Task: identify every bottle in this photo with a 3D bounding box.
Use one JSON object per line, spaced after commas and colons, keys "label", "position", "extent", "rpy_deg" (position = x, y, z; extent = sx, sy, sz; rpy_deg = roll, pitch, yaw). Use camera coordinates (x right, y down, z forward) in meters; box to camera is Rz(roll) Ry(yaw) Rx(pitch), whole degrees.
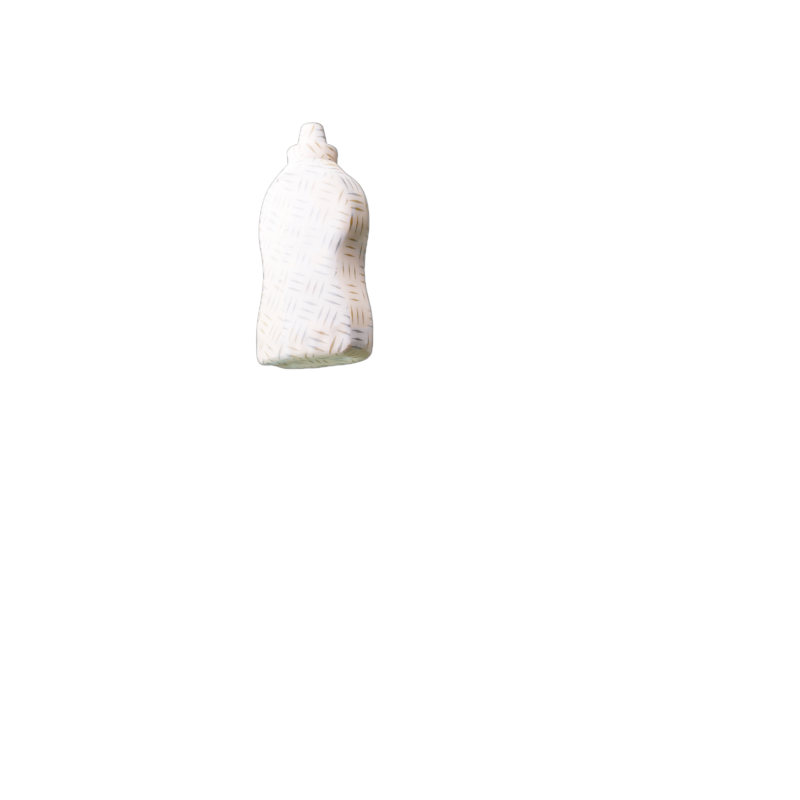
{"label": "bottle", "position": [-0.068, -0.124, 0.866], "extent": [0.098, 0.198, 0.055], "rpy_deg": [-11, -16, 38]}
